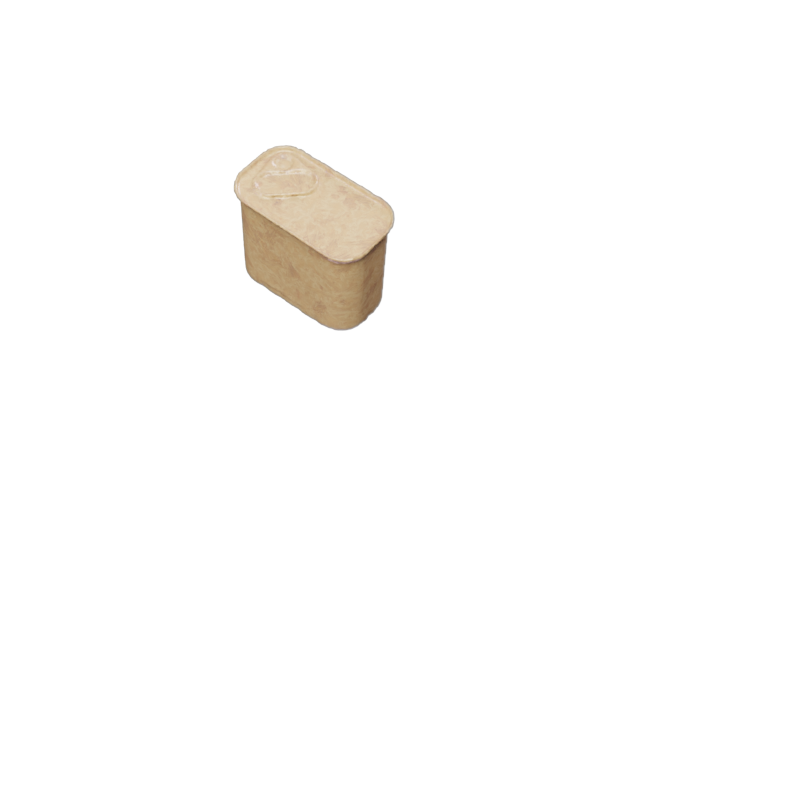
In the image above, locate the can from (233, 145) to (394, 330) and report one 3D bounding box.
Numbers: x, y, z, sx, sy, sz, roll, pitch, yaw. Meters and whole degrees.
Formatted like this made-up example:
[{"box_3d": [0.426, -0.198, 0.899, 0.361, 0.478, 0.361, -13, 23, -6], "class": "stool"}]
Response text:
[{"box_3d": [-0.056, -0.102, 0.715, 0.107, 0.058, 0.078, 34, -29, 20], "class": "can"}]
